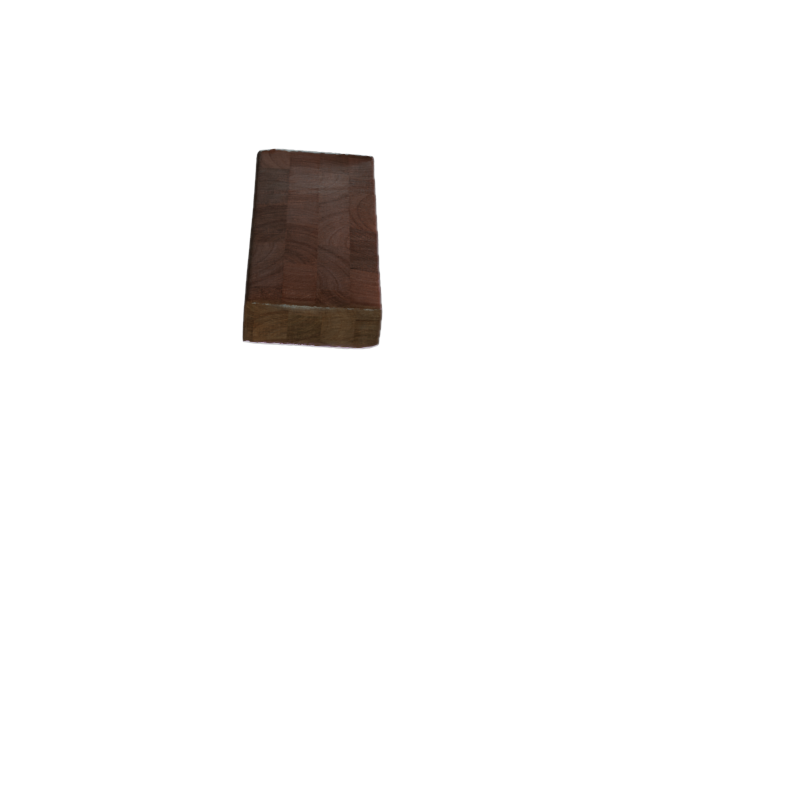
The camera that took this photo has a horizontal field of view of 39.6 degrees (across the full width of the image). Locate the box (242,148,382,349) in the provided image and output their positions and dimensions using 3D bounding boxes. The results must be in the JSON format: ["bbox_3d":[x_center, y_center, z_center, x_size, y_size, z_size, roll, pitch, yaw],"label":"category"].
[{"bbox_3d":[-0.063,-0.114,0.799,0.093,0.189,0.045,2,-44,-6],"label":"box"}]
